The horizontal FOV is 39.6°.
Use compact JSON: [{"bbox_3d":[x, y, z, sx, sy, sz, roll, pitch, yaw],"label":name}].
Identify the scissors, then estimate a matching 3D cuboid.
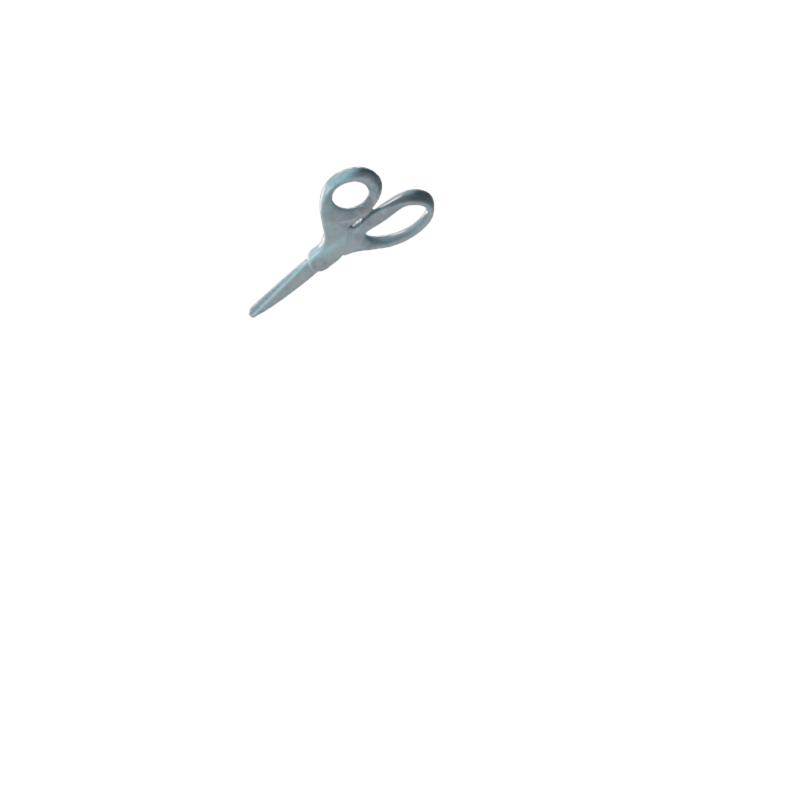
[{"bbox_3d":[-0.069,-0.125,0.879,0.203,0.017,0.089,-22,-42,26],"label":"scissors"}]
